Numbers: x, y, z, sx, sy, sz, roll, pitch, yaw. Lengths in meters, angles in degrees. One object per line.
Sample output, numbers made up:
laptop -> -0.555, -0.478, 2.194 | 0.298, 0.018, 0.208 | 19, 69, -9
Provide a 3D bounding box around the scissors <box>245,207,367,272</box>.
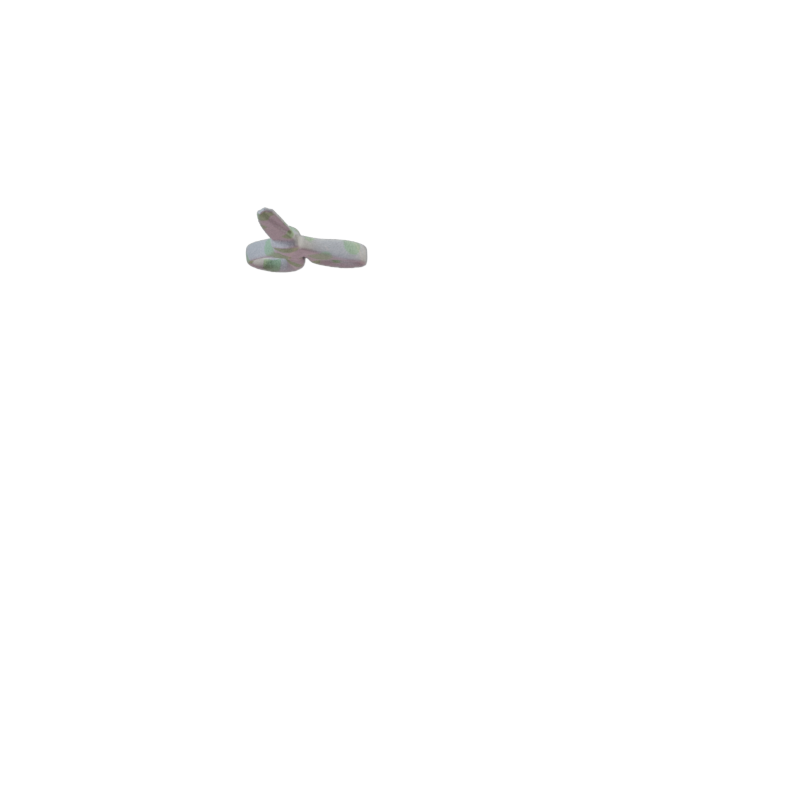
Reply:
scissors -> -0.058, -0.105, 0.736 | 0.095, 0.016, 0.202 | 0, -1, -13
